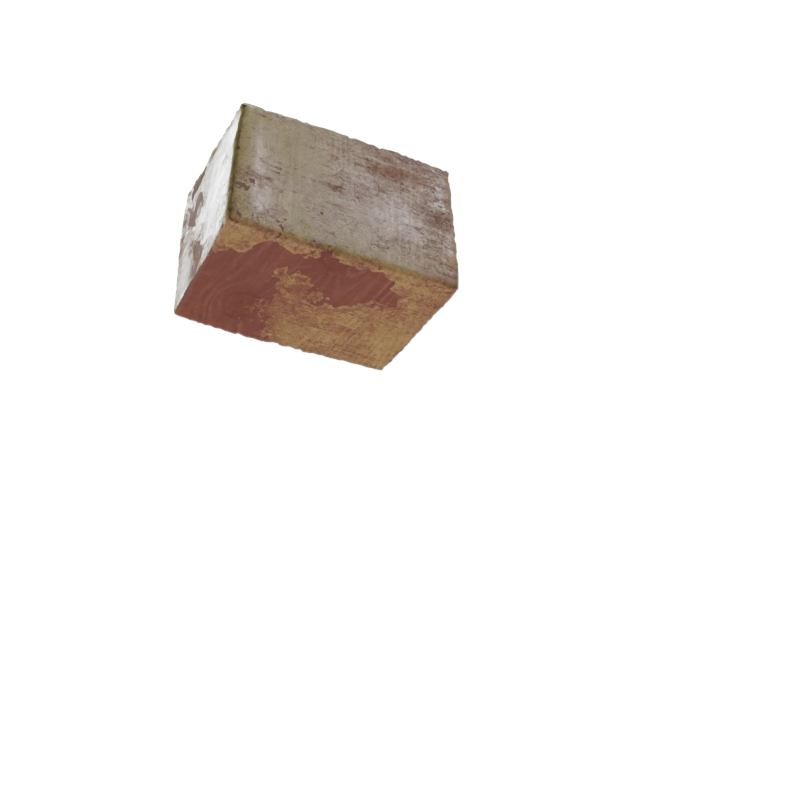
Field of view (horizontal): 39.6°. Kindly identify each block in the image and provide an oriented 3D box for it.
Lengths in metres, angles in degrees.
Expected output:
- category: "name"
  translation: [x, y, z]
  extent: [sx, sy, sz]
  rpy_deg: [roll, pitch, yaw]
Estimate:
- category: "block"
  translation: [-0.028, -0.051, 0.361]
  extent: [0.075, 0.055, 0.051]
  rpy_deg: [15, -39, -22]
